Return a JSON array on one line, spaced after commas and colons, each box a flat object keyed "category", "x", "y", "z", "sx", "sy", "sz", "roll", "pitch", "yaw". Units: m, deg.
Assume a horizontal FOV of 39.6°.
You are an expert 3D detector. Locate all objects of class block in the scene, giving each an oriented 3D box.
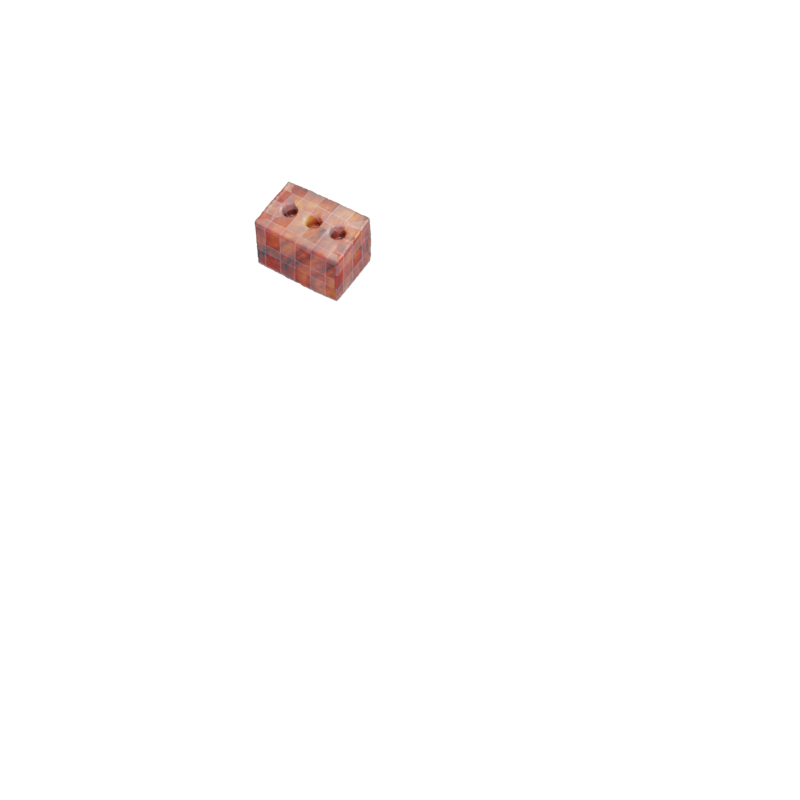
[{"category": "block", "x": -0.068, "y": -0.125, "z": 0.875, "sx": 0.081, "sy": 0.054, "sz": 0.048, "roll": 26, "pitch": -33, "yaw": 17}]
